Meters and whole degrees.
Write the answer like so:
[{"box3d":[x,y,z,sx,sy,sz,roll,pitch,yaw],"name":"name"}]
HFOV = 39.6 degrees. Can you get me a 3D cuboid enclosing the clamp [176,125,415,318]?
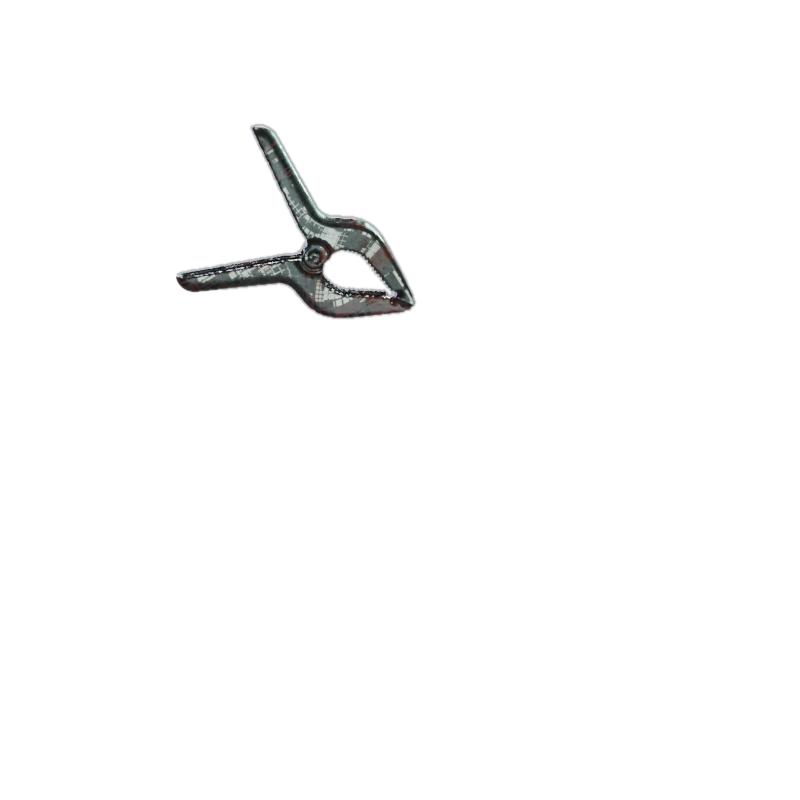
[{"box3d":[-0.078,-0.143,0.998,0.208,0.161,0.038,20,13,-5],"name":"clamp"}]
